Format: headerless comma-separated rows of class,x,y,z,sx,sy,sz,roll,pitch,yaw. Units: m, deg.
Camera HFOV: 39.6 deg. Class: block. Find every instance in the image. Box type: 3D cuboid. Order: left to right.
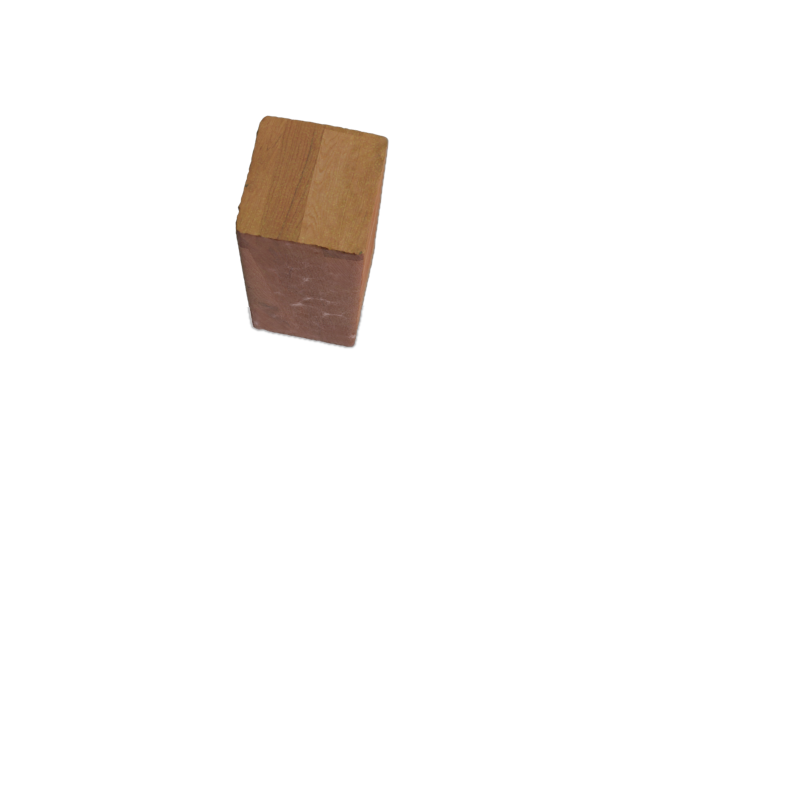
block,-0.065,-0.119,0.829,0.090,0.094,0.198,11,-16,-1
